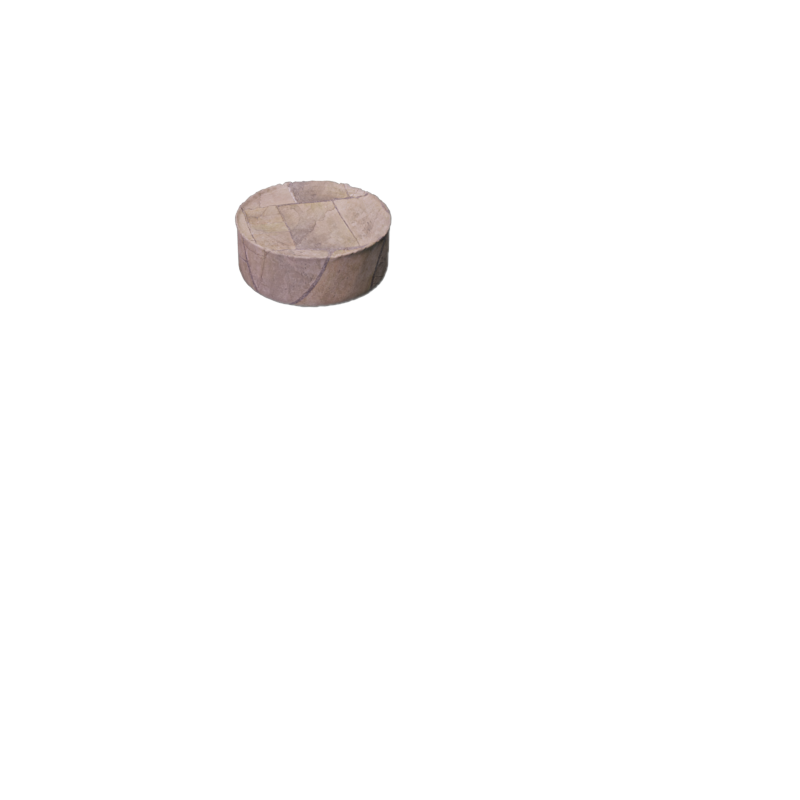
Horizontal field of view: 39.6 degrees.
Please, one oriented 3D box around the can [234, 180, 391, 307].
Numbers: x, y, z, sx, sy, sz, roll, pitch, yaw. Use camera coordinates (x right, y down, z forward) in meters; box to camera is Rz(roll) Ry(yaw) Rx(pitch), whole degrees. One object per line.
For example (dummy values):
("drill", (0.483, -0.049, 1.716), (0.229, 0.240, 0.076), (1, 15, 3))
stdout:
("can", (-0.048, -0.088, 0.615), (0.086, 0.031, 0.092), (-1, 36, -2))
